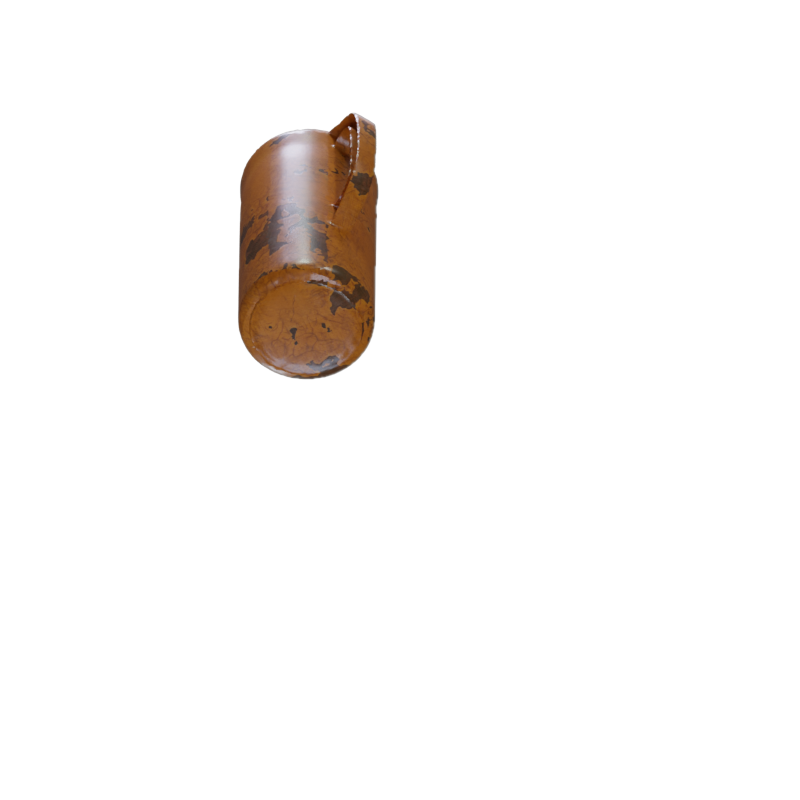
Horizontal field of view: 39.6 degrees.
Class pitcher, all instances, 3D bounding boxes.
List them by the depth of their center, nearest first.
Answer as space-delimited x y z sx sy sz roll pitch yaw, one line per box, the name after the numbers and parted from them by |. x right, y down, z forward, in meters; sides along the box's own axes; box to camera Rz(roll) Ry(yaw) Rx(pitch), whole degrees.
-0.075 -0.137 0.960 0.145 0.139 0.259 -12 34 5 | pitcher
